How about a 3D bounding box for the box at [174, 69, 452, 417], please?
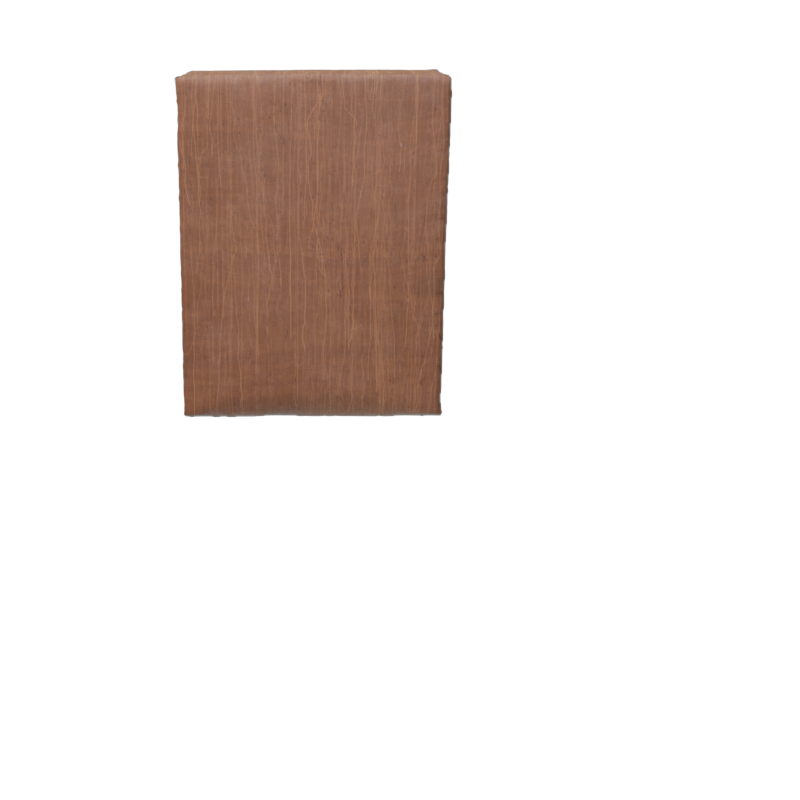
[{"bbox_3d":[-0.055,-0.100,0.699,0.164,0.207,0.074,0,14,-2],"label":"box"}]
